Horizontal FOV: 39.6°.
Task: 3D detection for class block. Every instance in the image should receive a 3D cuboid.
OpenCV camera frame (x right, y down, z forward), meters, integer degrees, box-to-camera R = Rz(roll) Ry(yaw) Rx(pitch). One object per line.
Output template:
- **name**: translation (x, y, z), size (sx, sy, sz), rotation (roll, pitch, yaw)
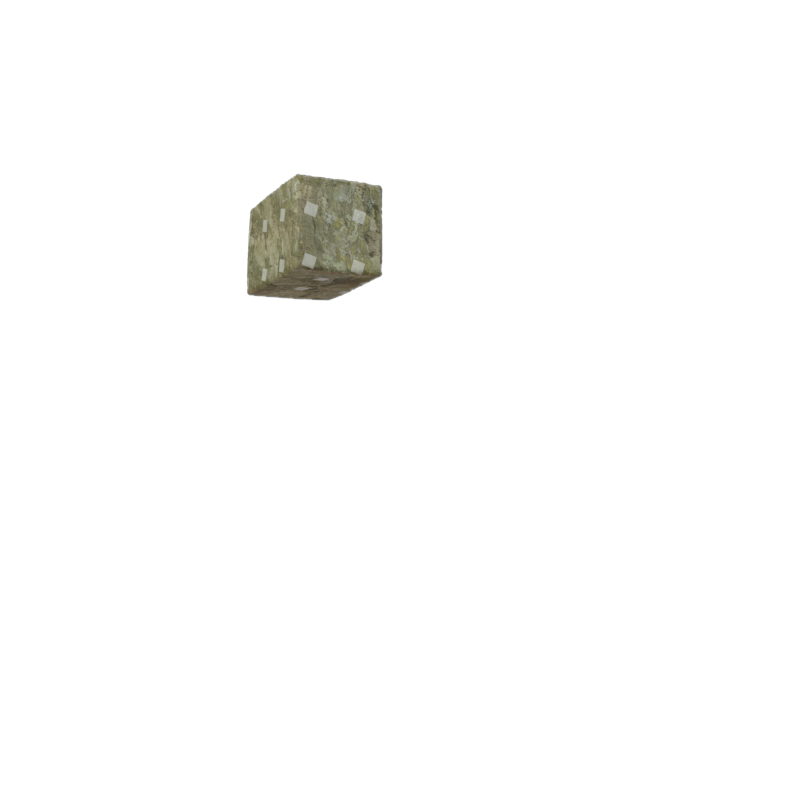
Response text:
- **block**: translation (-0.049, -0.089, 0.620), size (0.051, 0.053, 0.078), rotation (5, -10, -25)
